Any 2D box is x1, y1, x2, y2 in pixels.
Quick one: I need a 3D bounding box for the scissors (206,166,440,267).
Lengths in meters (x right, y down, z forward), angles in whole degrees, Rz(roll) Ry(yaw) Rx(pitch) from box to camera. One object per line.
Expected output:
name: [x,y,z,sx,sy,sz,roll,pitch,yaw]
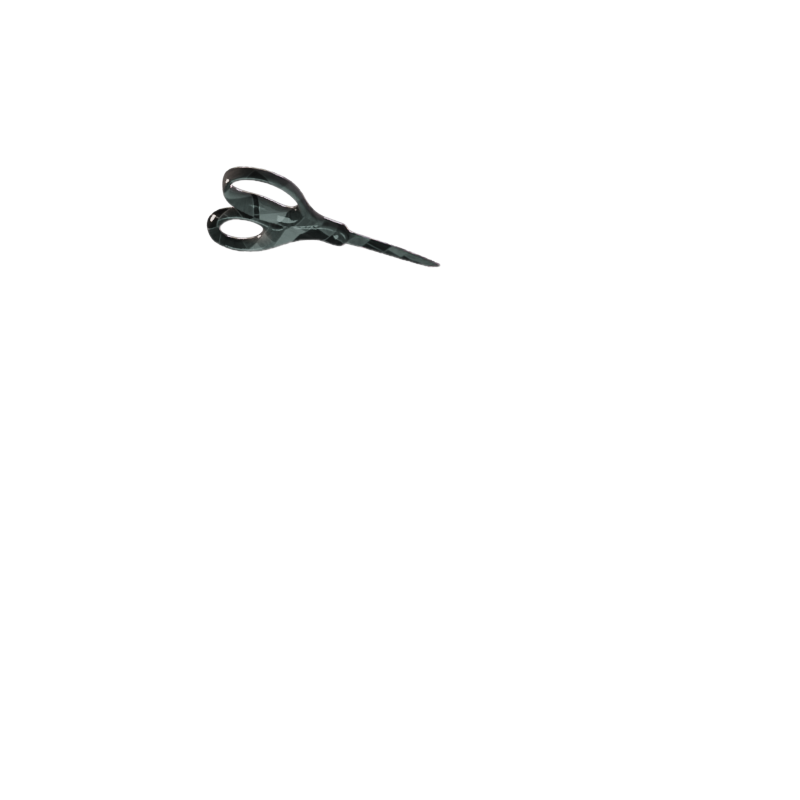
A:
scissors: [-0.071,-0.129,0.905,0.190,0.017,0.095,27,-44,-33]
